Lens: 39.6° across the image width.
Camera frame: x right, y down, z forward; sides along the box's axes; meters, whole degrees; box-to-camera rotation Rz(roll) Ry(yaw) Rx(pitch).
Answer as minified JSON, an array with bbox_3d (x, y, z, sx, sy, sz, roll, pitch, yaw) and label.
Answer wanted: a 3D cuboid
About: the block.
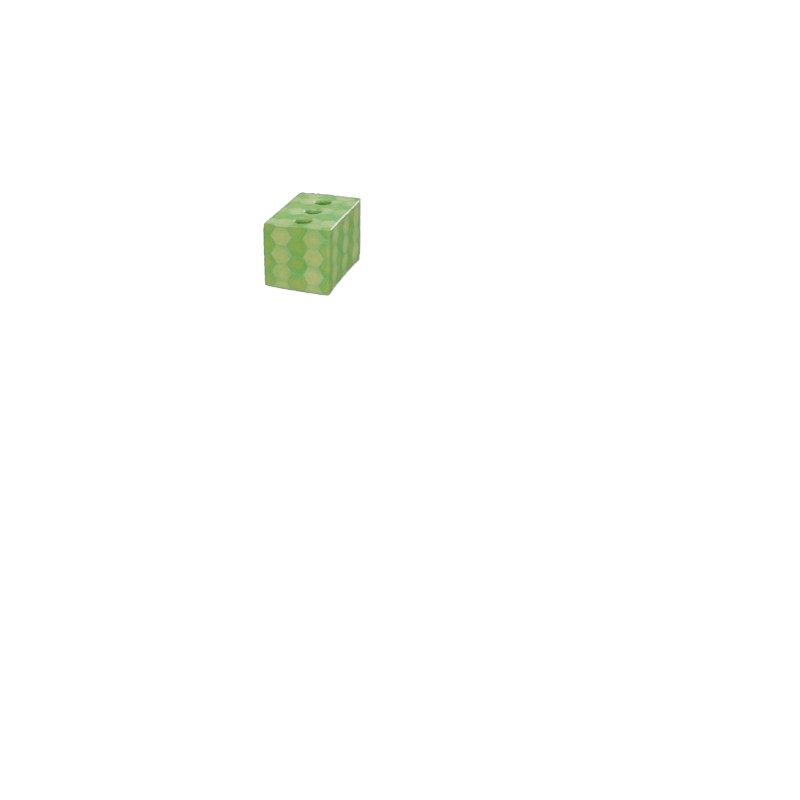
[{"bbox_3d":[-0.066,-0.120,0.837,0.054,0.049,0.080,8,27,14],"label":"block"}]
